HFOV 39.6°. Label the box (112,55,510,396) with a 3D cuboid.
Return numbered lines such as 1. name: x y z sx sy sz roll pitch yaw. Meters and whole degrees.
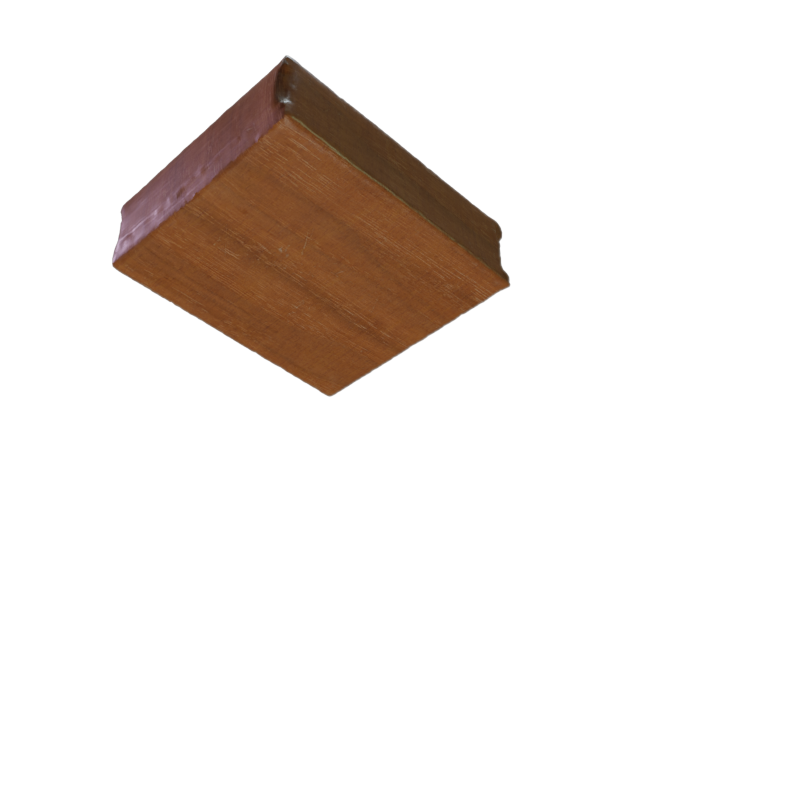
1. box: -0.025 -0.045 0.319 0.084 0.032 0.072 33 -52 -31
